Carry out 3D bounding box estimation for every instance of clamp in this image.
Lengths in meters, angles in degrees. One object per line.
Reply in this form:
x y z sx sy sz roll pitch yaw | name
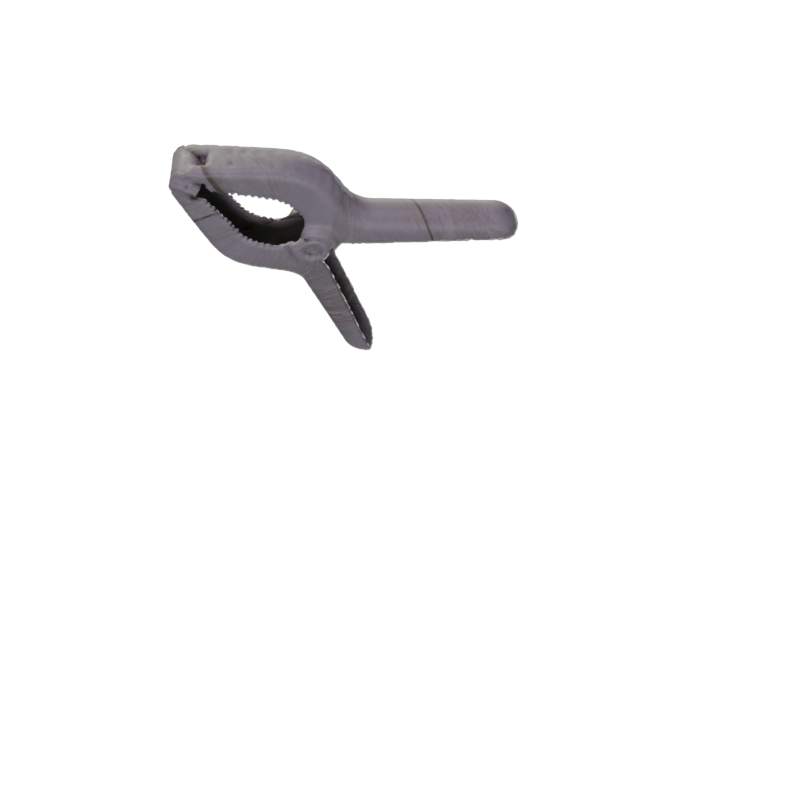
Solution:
-0.055 -0.101 0.705 0.202 0.039 0.160 18 -40 -22 | clamp
